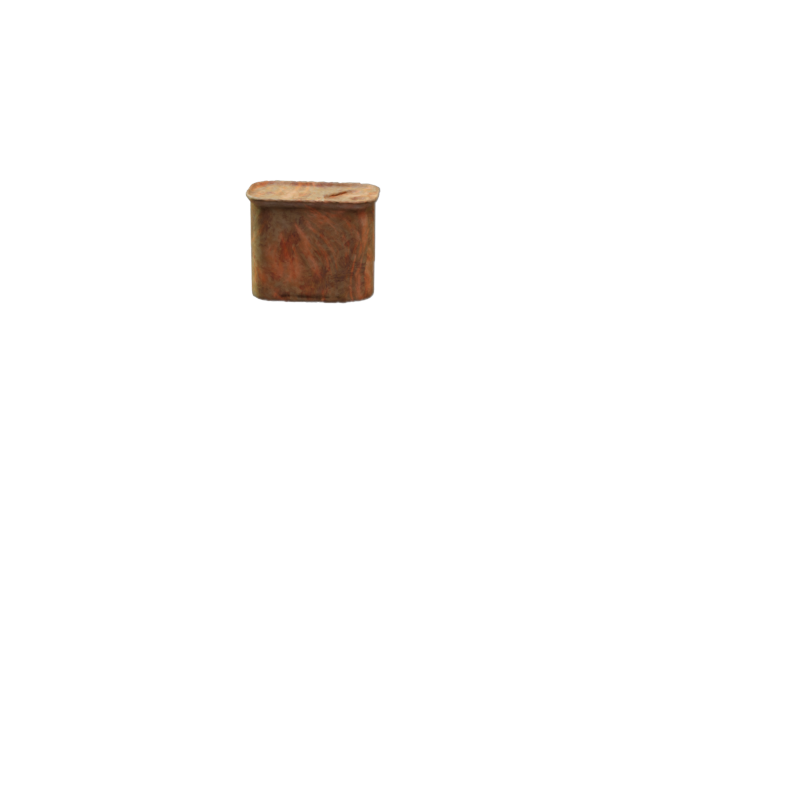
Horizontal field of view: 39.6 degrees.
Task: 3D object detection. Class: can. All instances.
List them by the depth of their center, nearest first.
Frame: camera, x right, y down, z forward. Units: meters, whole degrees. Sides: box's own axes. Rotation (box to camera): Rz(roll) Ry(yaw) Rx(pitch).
[{"bbox_3d":[-0.068,-0.123,0.864,0.103,0.080,0.060,2,20,4],"label":"can"}]
